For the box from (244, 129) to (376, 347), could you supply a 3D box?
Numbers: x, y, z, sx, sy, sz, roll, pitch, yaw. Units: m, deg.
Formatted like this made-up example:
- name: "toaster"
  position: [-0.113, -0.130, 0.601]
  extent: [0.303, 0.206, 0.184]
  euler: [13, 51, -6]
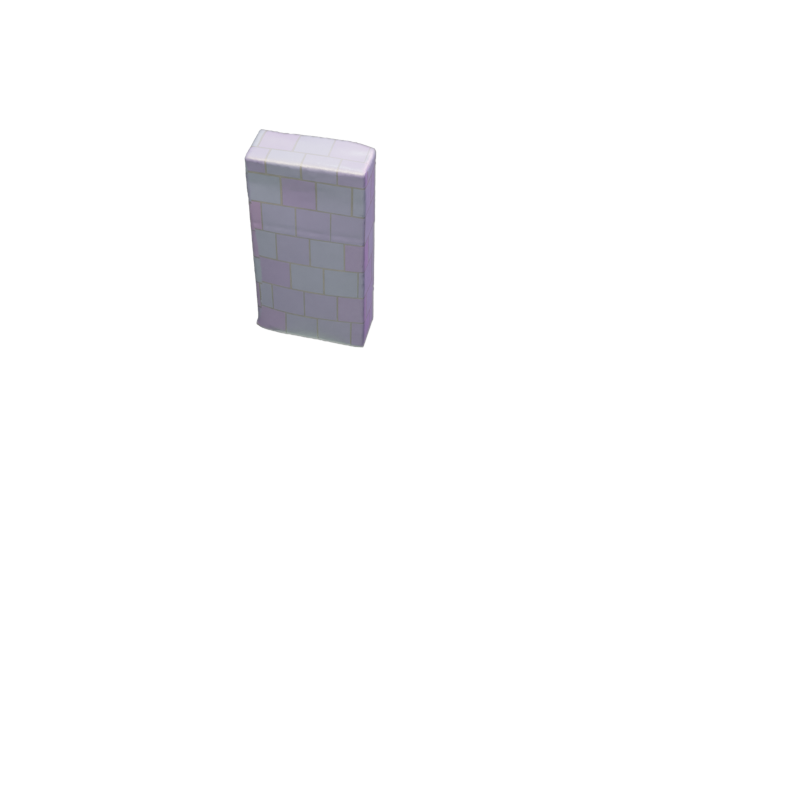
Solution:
- name: "box"
  position: [-0.067, -0.123, 0.862]
  extent: [0.095, 0.164, 0.050]
  euler: [12, 42, 10]
